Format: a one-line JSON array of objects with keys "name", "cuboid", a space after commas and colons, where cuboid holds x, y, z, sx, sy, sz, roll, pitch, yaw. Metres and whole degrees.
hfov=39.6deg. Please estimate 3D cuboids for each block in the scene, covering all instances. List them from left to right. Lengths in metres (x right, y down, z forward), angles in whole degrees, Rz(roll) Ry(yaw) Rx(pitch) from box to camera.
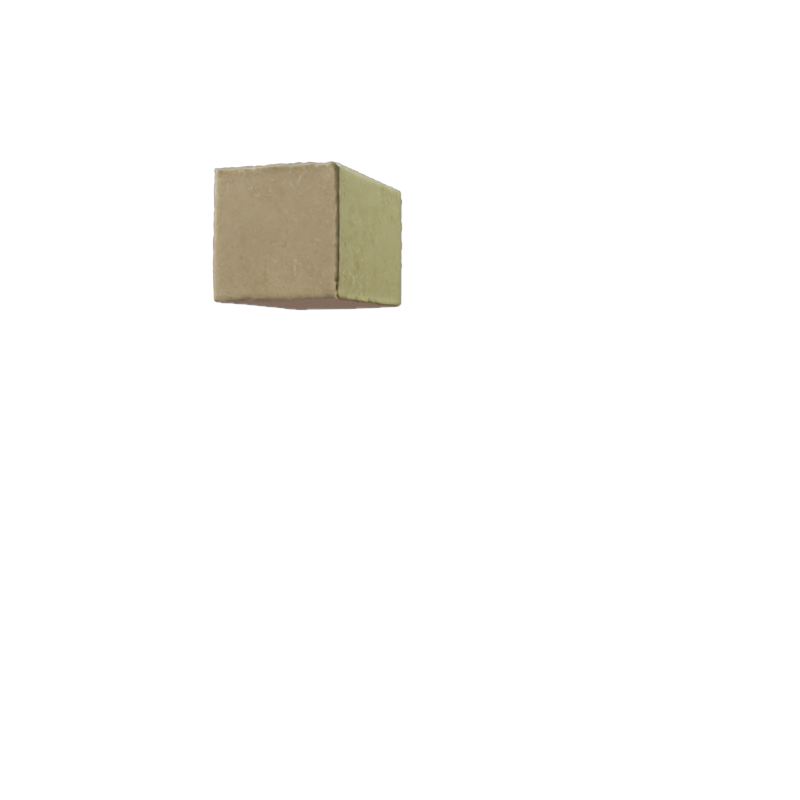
[{"name": "block", "cuboid": [-0.035, -0.063, 0.443, 0.054, 0.052, 0.076, -1, -1, 19]}]
